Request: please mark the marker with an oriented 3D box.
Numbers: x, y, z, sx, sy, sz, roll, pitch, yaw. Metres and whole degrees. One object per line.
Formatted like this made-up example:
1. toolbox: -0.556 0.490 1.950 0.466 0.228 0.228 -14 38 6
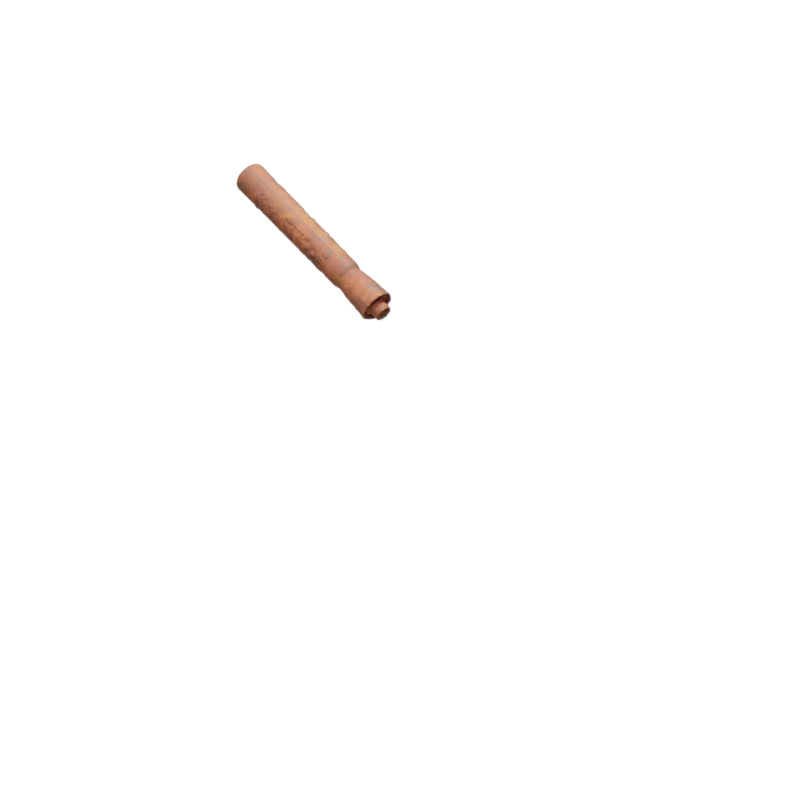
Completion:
1. marker: -0.047 -0.087 0.606 0.019 0.019 0.129 -3 43 -52
